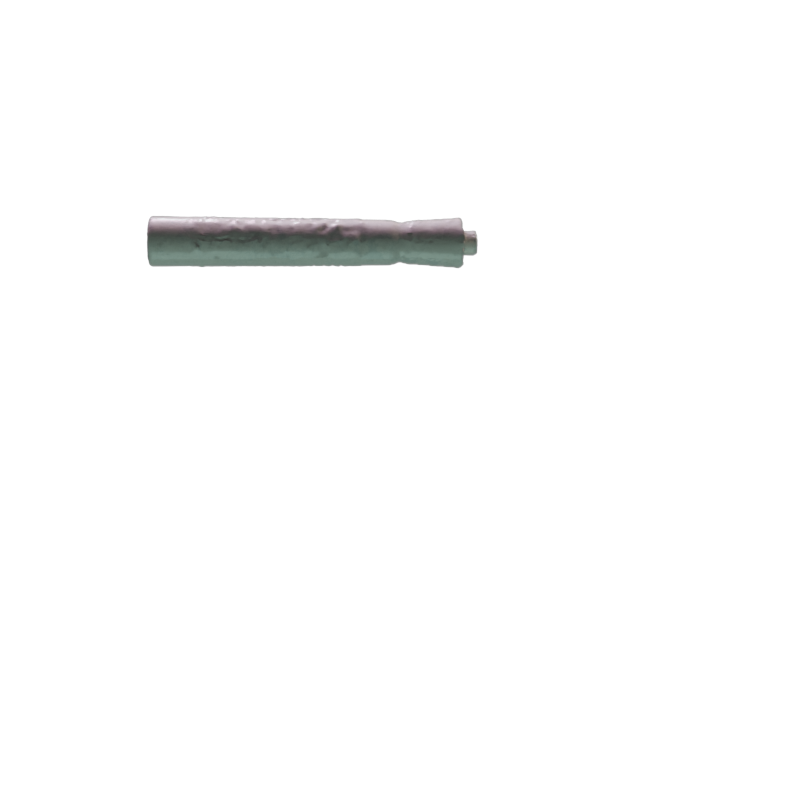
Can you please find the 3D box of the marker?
[{"bbox_3d":[-0.032,-0.059,0.410,0.121,0.020,0.020,0,4,-1],"label":"marker"}]
